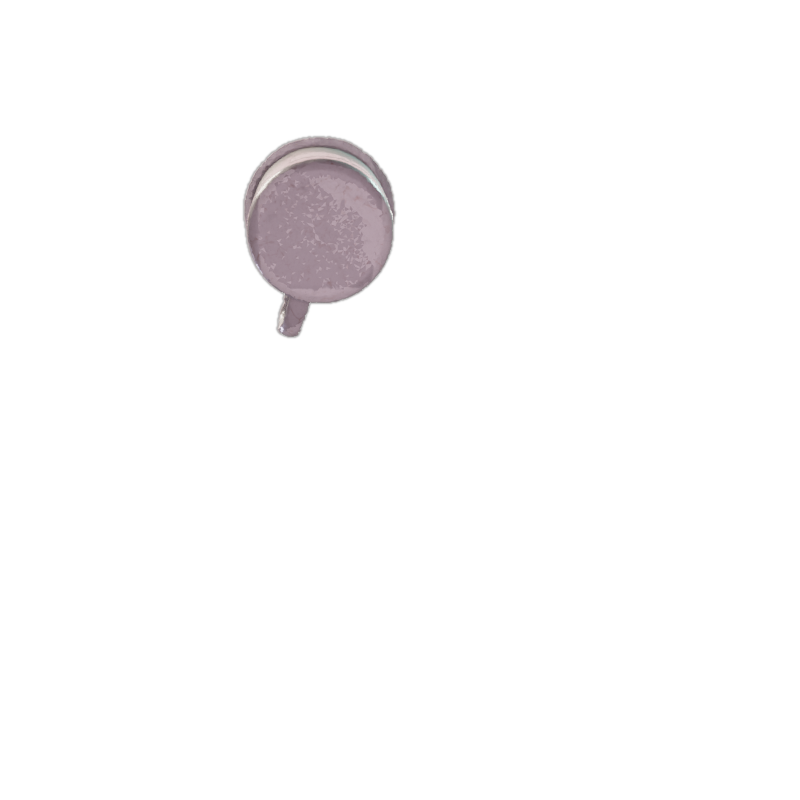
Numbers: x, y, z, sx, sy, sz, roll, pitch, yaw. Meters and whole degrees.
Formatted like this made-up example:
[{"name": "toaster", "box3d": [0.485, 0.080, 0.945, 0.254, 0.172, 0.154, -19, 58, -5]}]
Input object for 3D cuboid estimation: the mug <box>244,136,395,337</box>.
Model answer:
[{"name": "mug", "box3d": [-0.051, -0.092, 0.645, 0.092, 0.115, 0.084, 18, 12, -6]}]
